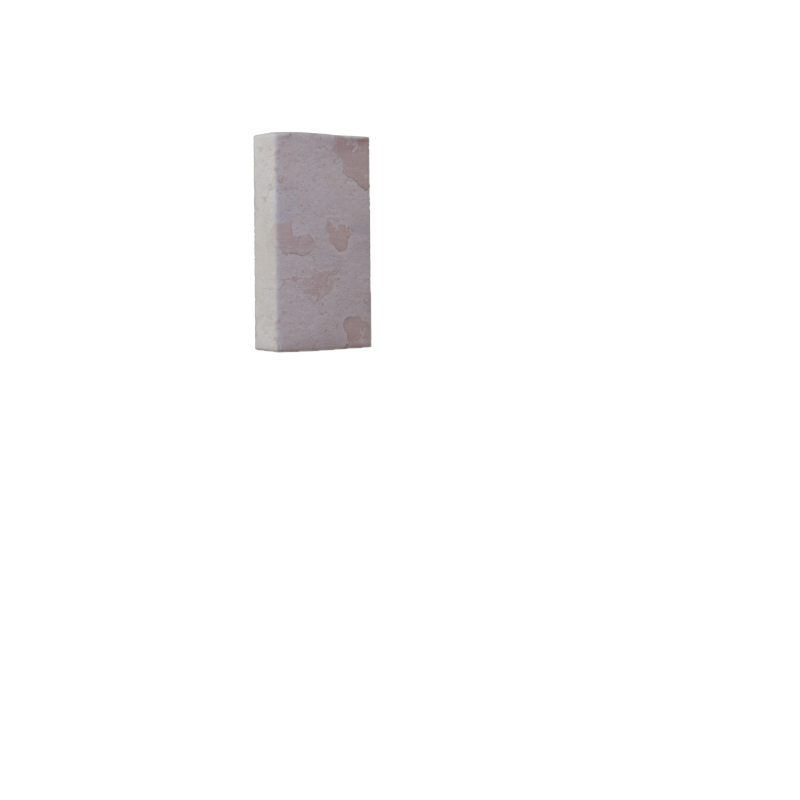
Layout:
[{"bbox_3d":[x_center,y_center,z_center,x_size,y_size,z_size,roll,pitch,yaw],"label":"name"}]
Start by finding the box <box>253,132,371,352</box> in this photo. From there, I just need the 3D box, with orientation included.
[{"bbox_3d":[-0.071,-0.130,0.911,0.090,0.176,0.050,-2,2,-33],"label":"box"}]
